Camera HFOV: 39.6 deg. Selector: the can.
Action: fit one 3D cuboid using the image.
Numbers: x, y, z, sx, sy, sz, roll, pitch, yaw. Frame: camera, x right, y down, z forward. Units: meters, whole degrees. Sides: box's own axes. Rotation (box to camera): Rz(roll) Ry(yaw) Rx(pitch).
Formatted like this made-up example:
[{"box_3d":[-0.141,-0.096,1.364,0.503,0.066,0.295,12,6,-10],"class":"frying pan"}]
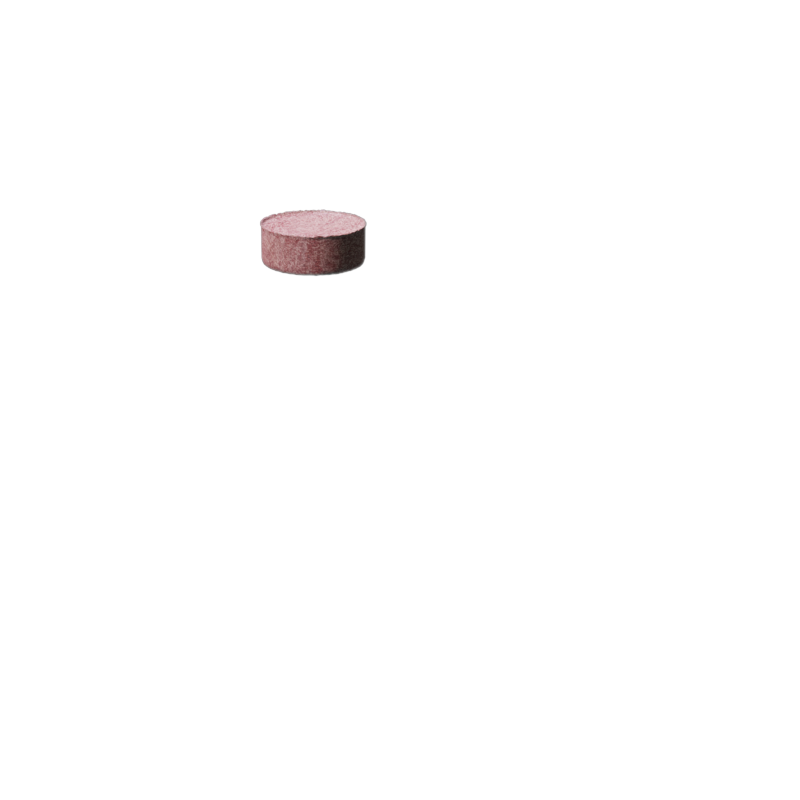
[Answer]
[{"box_3d":[-0.070,-0.128,0.894,0.086,0.032,0.090,-1,22,-2],"class":"can"}]
